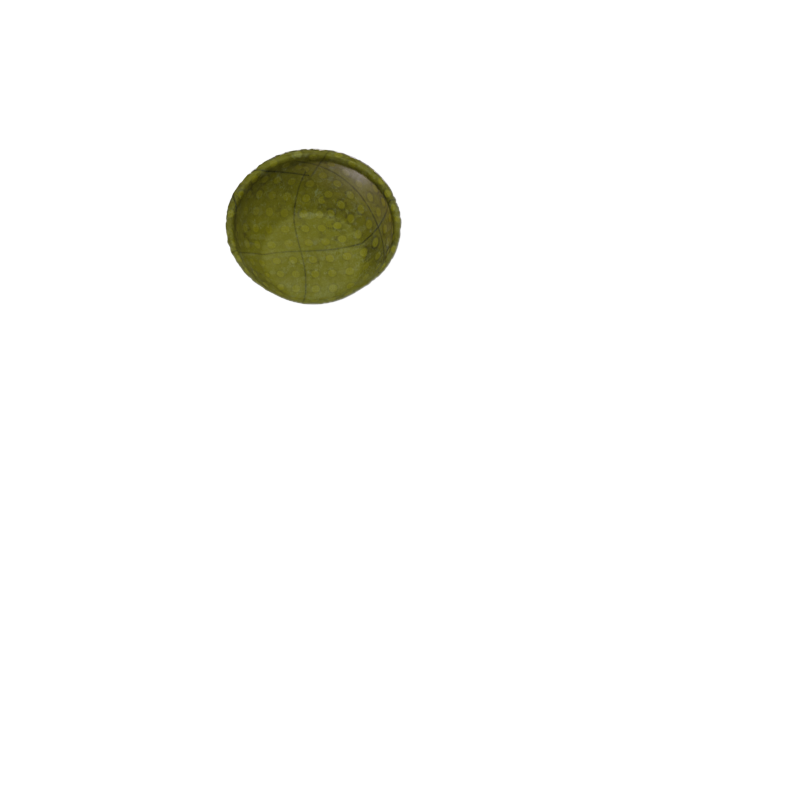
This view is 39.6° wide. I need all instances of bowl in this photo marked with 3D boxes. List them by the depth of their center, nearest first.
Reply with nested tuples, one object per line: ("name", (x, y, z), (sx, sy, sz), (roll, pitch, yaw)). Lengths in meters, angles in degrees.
("bowl", (-0.078, -0.143, 0.999), (0.162, 0.152, 0.059), (1, 33, -1))
